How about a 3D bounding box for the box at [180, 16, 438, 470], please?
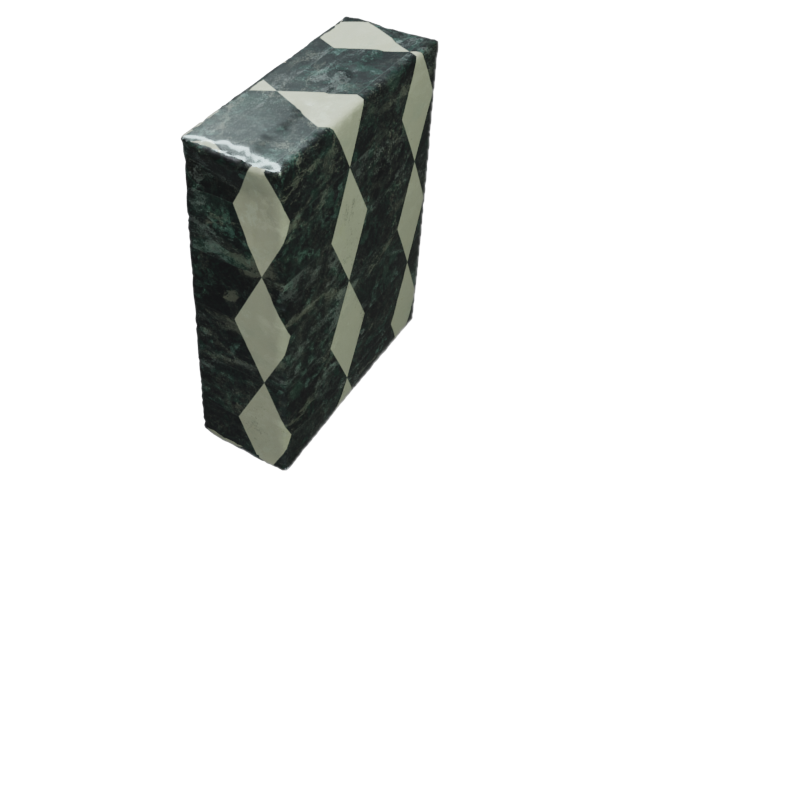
[{"bbox_3d":[-0.051,-0.093,0.652,0.075,0.199,0.168,21,45,20],"label":"box"}]
